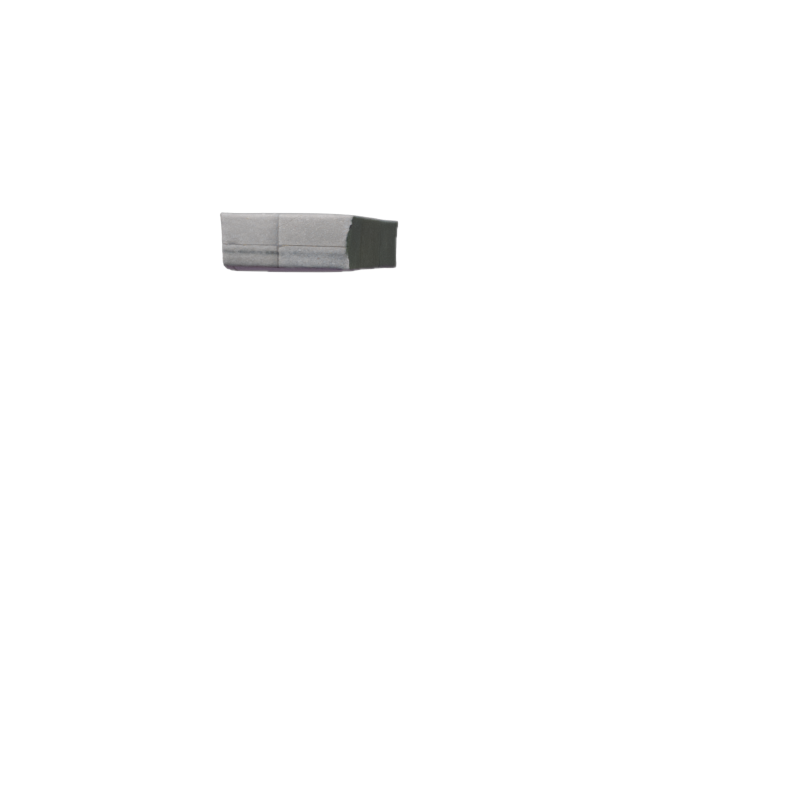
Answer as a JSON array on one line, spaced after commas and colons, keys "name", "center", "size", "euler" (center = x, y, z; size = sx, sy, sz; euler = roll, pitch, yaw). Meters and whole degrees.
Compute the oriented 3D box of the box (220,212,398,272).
[{"name": "box", "center": [-0.058, -0.106, 0.741], "size": [0.092, 0.038, 0.112], "euler": [2, 9, 16]}]
